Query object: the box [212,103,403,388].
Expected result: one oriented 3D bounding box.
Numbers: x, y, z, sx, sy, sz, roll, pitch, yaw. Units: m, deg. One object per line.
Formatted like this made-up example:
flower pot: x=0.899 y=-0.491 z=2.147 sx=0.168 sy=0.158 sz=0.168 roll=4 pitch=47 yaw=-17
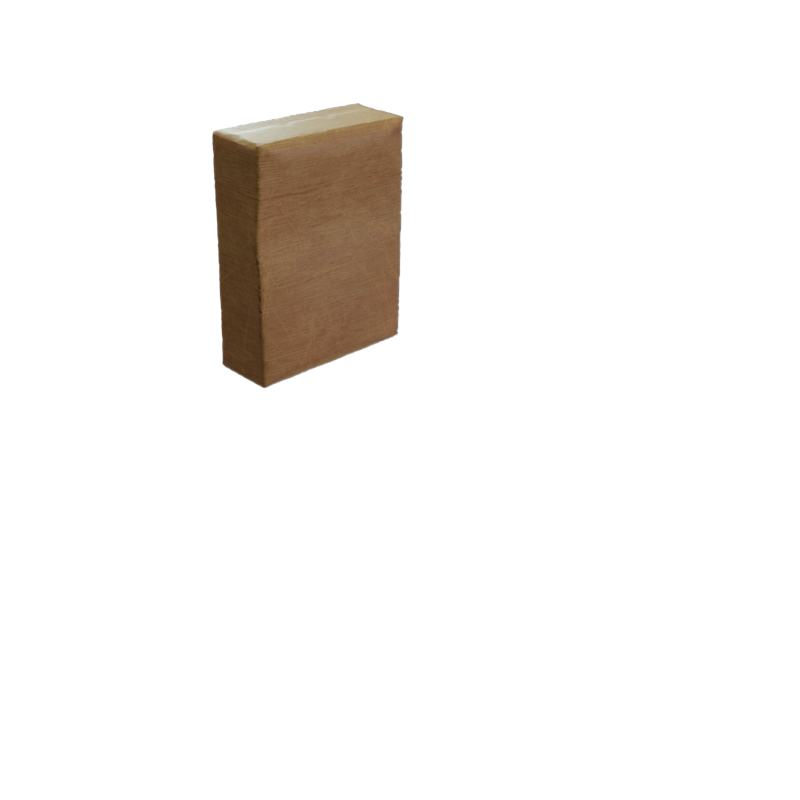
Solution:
box: x=-0.076 y=-0.138 z=0.966 sx=0.162 sy=0.204 sz=0.076 roll=-19 pitch=30 yaw=-39
